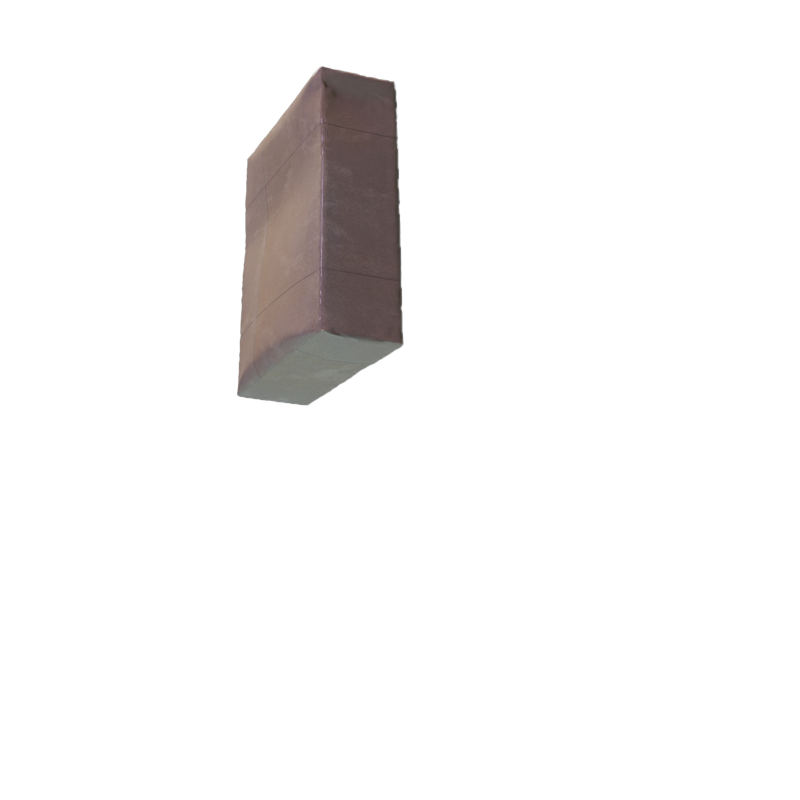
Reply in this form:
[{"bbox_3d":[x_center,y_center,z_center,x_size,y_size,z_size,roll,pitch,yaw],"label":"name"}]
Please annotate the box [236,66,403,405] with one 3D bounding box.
[{"bbox_3d":[-0.066,-0.121,0.849,0.069,0.225,0.162,10,-23,-26],"label":"box"}]
